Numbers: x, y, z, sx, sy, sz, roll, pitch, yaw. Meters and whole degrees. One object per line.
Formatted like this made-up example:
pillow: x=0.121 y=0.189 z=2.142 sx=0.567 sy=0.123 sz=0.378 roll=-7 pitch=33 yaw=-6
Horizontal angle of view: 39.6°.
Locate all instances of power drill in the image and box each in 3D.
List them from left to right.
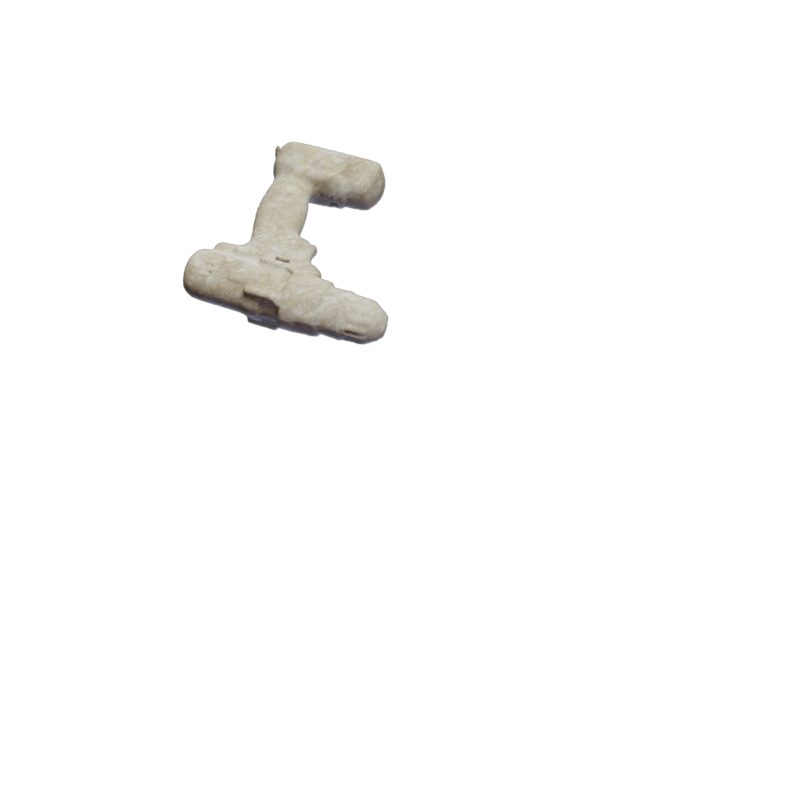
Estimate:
power drill: x=-0.077 y=-0.141 z=0.990 sx=0.189 sy=0.196 sz=0.053 roll=16 pitch=-37 yaw=12
